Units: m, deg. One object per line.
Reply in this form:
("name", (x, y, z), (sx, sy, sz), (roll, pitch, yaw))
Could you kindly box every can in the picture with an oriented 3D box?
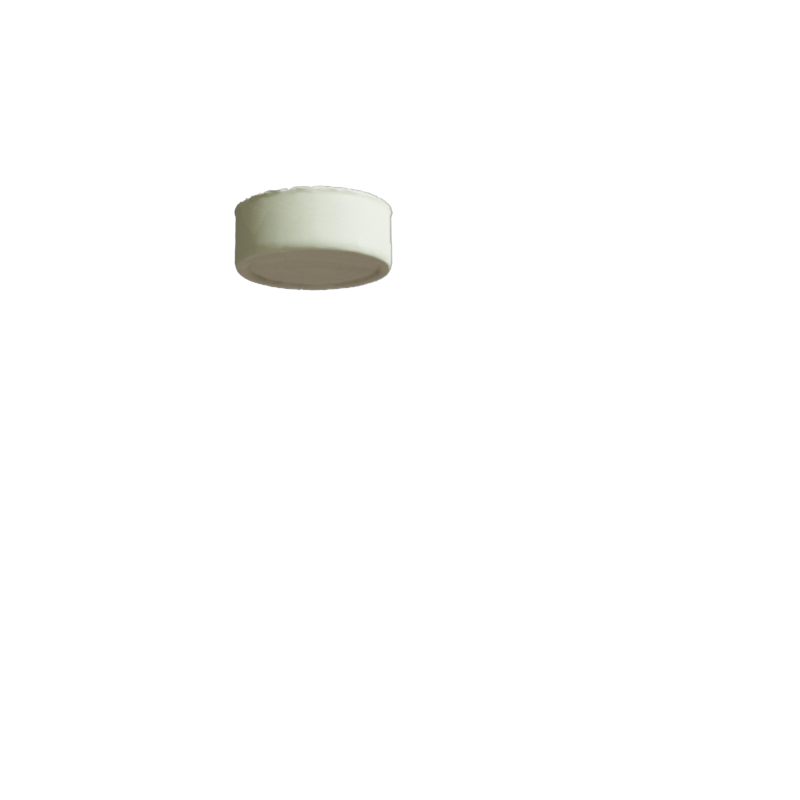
("can", (-0.047, -0.085, 0.596), (0.086, 0.035, 0.083), (0, -11, -2))
